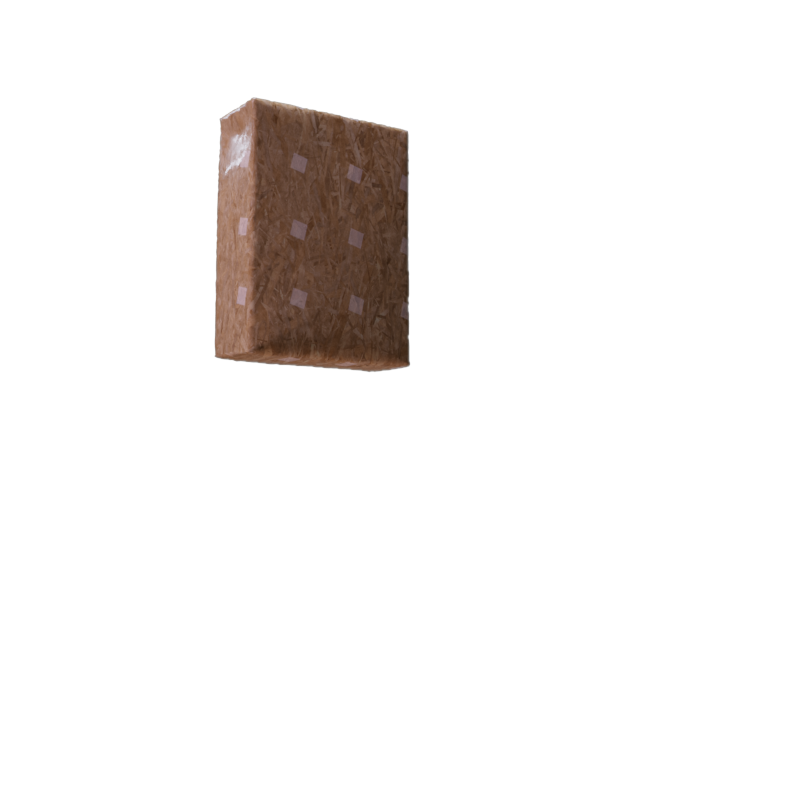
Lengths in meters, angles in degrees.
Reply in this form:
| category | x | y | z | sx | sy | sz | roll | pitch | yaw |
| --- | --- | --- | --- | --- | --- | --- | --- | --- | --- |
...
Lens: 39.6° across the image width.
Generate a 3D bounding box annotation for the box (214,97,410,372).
| category | x | y | z | sx | sy | sz | roll | pitch | yaw |
| --- | --- | --- | --- | --- | --- | --- | --- | --- | --- |
| box | -0.075 | -0.136 | 0.954 | 0.157 | 0.220 | 0.073 | 6 | -13 | -34 |
